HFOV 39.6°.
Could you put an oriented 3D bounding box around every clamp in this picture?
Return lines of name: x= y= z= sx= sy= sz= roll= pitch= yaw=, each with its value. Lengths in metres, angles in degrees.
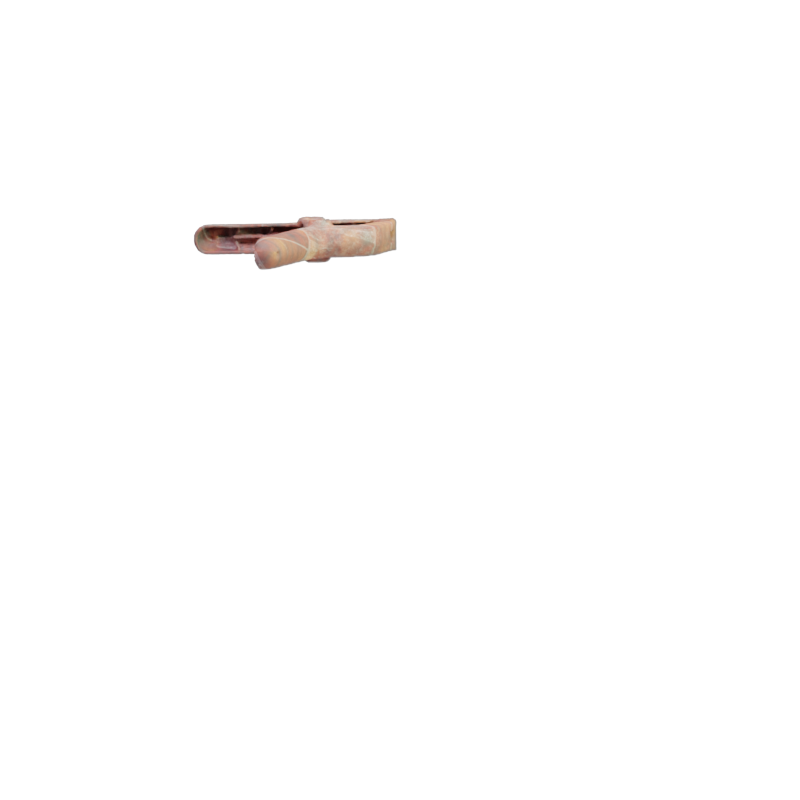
clamp: x=-0.070 y=-0.129 z=0.901 sx=0.168 sy=0.038 sz=0.128 roll=-9 pitch=22 yaw=-23
